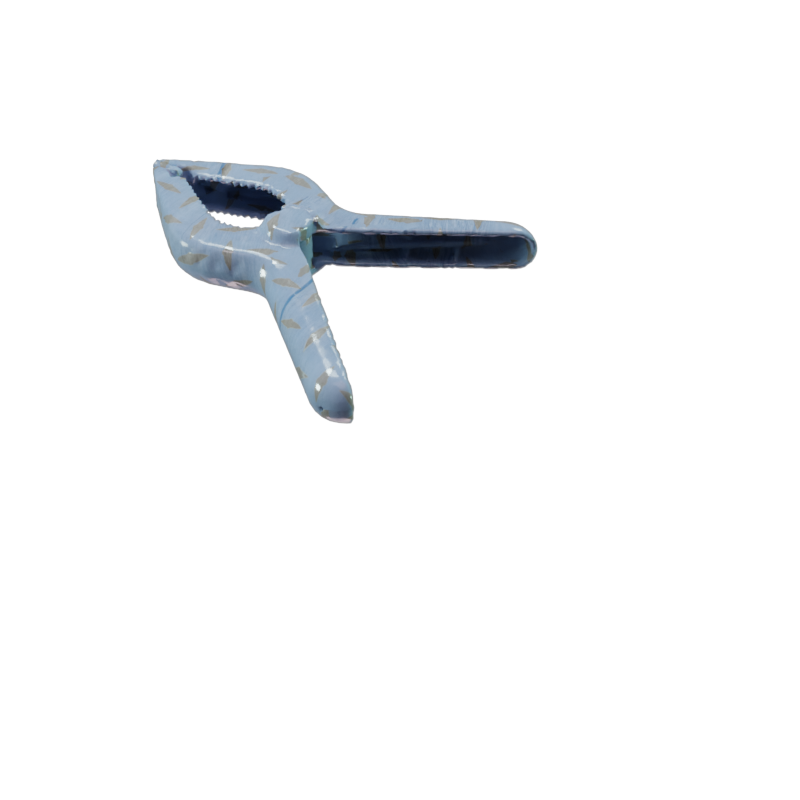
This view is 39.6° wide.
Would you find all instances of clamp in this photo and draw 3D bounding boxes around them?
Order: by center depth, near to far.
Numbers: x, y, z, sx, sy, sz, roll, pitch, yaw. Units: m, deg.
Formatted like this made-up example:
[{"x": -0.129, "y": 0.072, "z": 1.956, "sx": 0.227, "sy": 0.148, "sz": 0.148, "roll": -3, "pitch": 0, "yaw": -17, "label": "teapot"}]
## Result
[{"x": -0.046, "y": -0.083, "z": 0.584, "sx": 0.165, "sy": 0.034, "sz": 0.224, "roll": -32, "pitch": 50, "yaw": -32, "label": "clamp"}]
